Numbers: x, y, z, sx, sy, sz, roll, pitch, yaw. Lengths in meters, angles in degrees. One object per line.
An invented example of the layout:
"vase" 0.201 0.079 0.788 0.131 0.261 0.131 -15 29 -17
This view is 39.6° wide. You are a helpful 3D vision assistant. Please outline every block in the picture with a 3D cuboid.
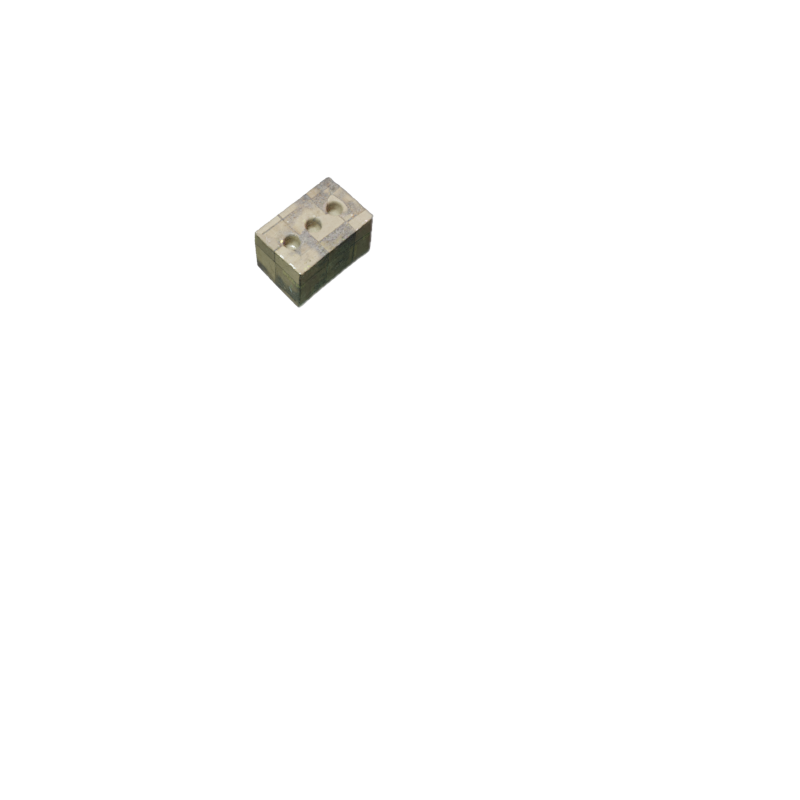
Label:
"block" -0.067 -0.122 0.852 0.079 0.055 0.048 -41 -19 -20
